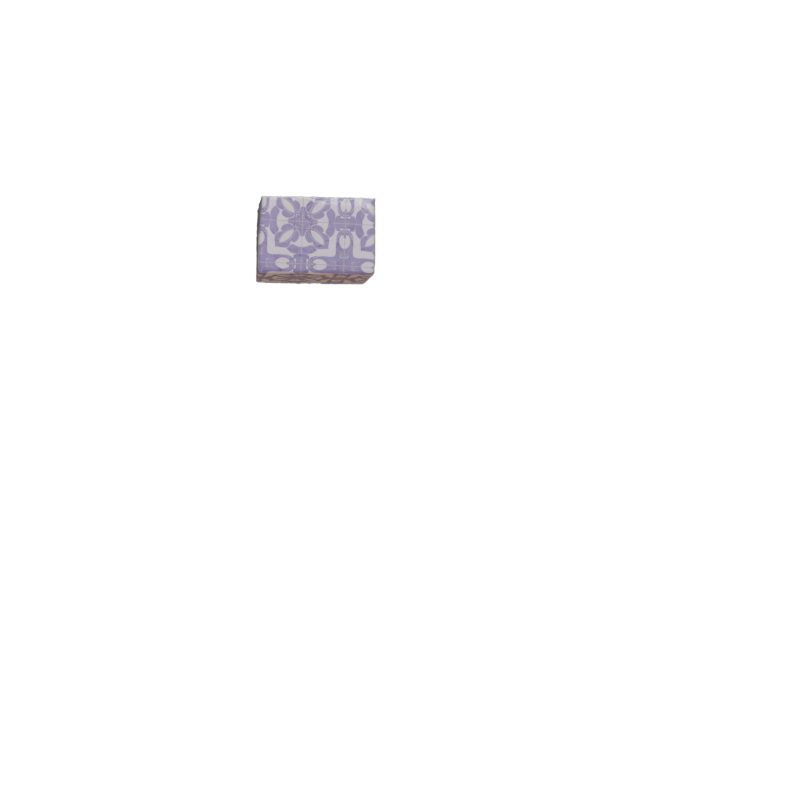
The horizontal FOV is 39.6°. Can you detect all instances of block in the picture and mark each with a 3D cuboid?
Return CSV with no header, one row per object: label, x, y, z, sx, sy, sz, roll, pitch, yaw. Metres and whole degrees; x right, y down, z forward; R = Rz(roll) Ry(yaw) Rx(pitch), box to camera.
block,-0.058,-0.106,0.745,0.077,0.052,0.052,0,-6,-7
